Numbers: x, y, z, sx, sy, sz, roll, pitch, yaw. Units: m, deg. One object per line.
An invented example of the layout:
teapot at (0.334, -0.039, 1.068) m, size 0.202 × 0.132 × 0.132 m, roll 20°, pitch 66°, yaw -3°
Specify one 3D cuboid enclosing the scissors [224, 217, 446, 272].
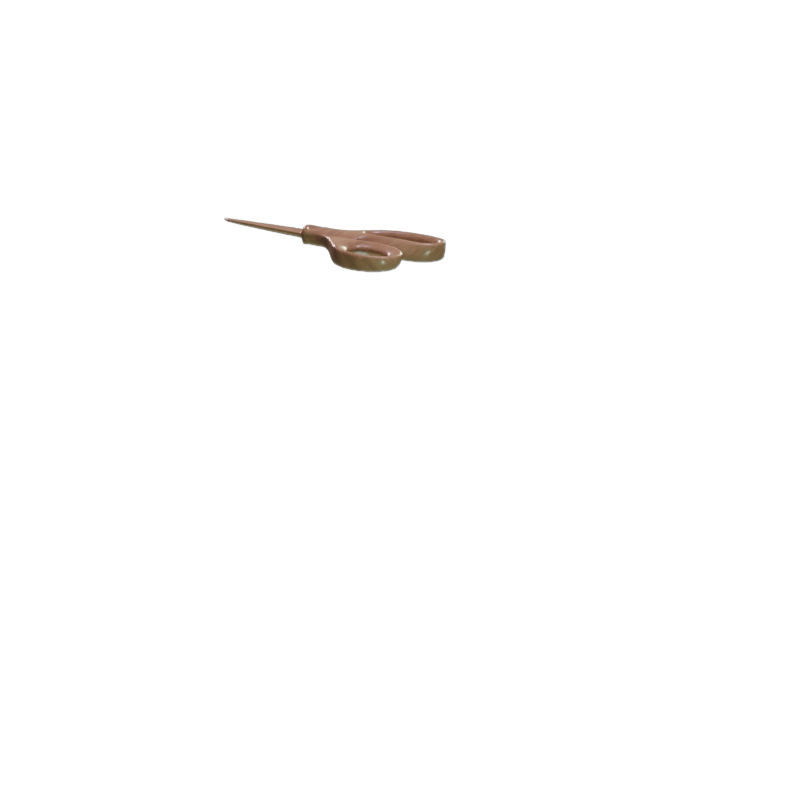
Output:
scissors at (-0.067, -0.122, 0.854) m, size 0.208 × 0.015 × 0.097 m, roll 8°, pitch 22°, yaw 21°
